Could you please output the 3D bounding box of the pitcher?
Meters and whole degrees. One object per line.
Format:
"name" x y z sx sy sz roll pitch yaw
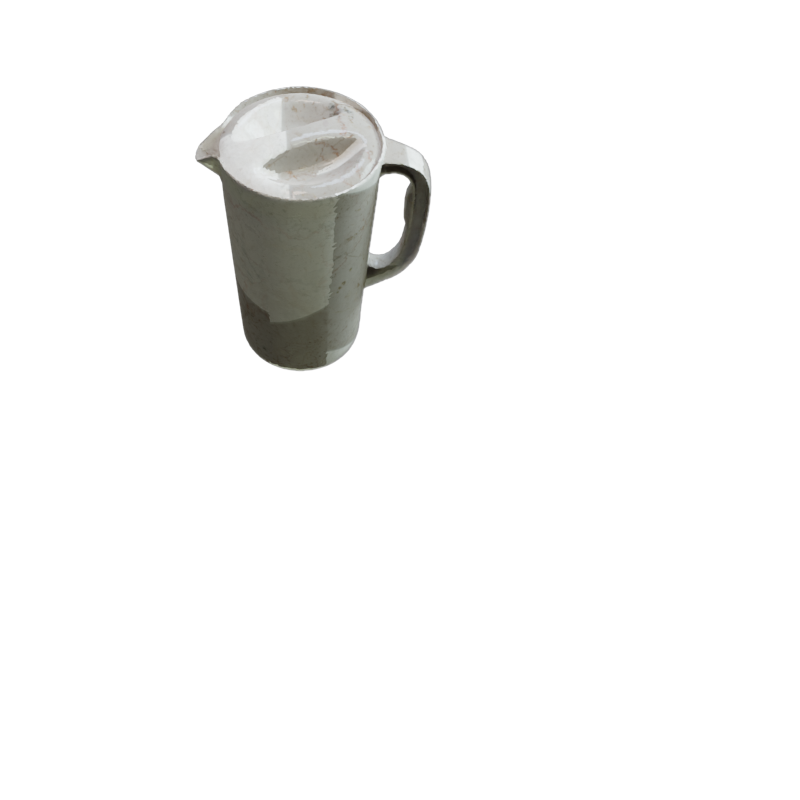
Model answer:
"pitcher" -0.074 -0.135 0.946 0.146 0.227 0.159 -36 61 -27
